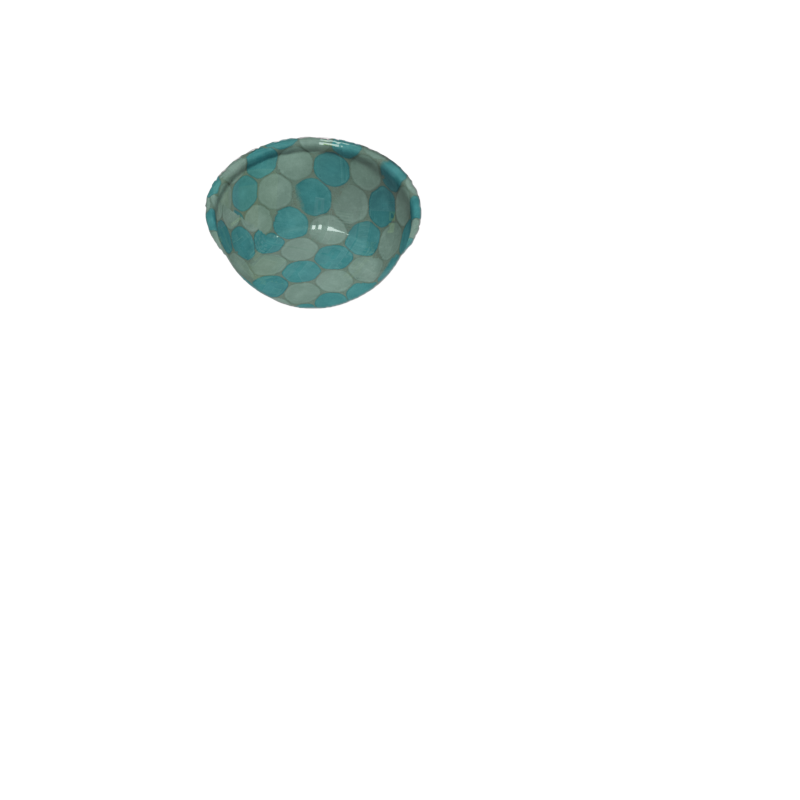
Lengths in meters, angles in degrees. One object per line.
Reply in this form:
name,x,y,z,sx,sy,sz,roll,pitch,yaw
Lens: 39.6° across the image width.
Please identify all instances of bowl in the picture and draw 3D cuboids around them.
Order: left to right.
bowl,-0.063,-0.116,0.810,0.162,0.059,0.151,1,-37,-2
